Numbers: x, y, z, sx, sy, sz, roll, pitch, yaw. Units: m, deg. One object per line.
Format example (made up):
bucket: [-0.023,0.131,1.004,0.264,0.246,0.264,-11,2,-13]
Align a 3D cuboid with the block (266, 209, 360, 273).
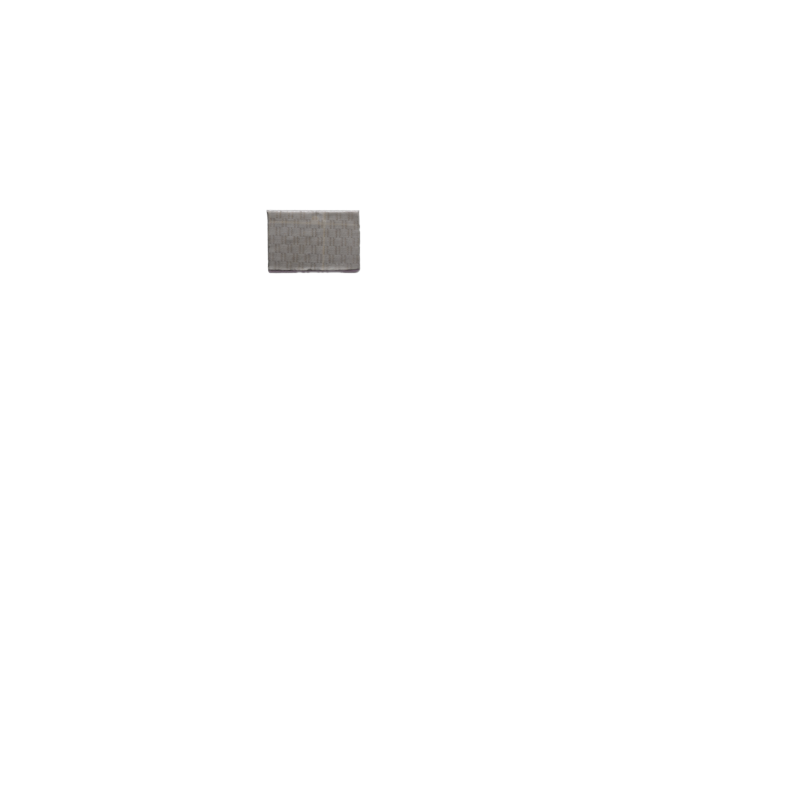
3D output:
block: [-0.072,-0.132,0.923,0.078,0.051,0.053,0,1,-3]
